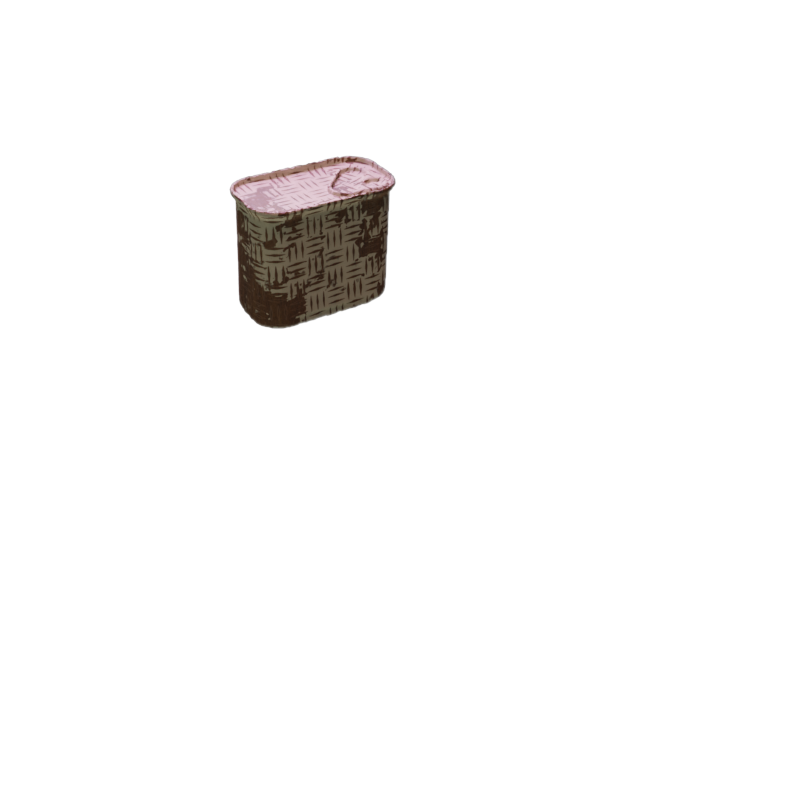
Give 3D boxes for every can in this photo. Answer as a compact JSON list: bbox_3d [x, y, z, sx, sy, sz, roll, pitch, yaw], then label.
[{"bbox_3d":[-0.055,-0.101,0.709,0.100,0.079,0.062,-18,36,-27],"label":"can"}]
